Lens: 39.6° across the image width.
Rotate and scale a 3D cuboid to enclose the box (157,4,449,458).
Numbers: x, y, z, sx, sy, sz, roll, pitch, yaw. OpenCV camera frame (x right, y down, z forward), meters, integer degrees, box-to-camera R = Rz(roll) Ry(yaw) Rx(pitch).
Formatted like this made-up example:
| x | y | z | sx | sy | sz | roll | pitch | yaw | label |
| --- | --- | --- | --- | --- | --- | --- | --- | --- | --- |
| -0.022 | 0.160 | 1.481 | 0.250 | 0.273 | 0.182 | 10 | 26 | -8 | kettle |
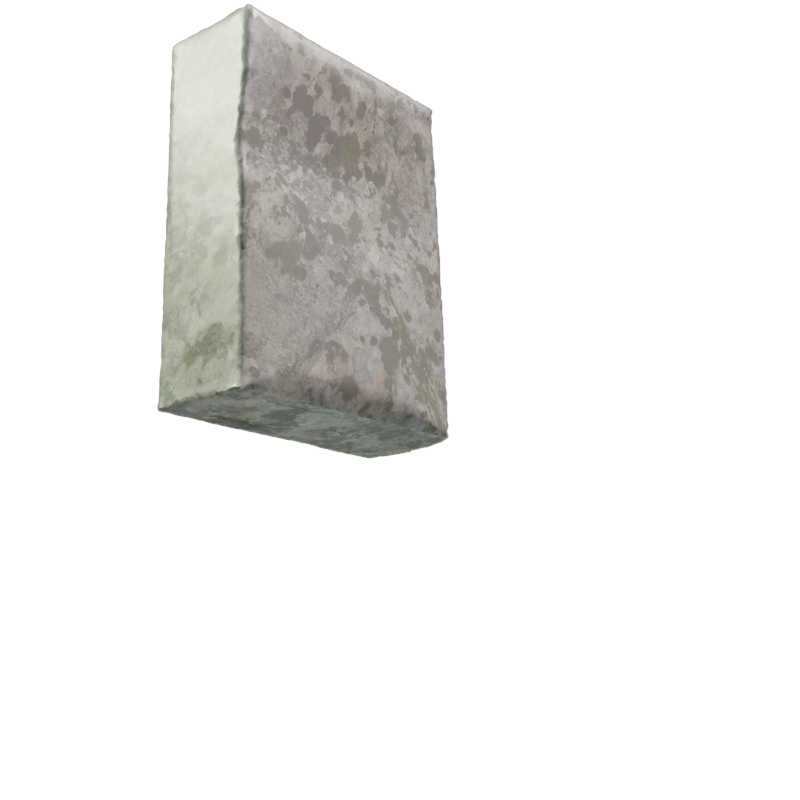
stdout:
| x | y | z | sx | sy | sz | roll | pitch | yaw | label |
| --- | --- | --- | --- | --- | --- | --- | --- | --- | --- |
| -0.048 | -0.088 | 0.616 | 0.073 | 0.224 | 0.154 | -19 | -26 | 38 | box |
